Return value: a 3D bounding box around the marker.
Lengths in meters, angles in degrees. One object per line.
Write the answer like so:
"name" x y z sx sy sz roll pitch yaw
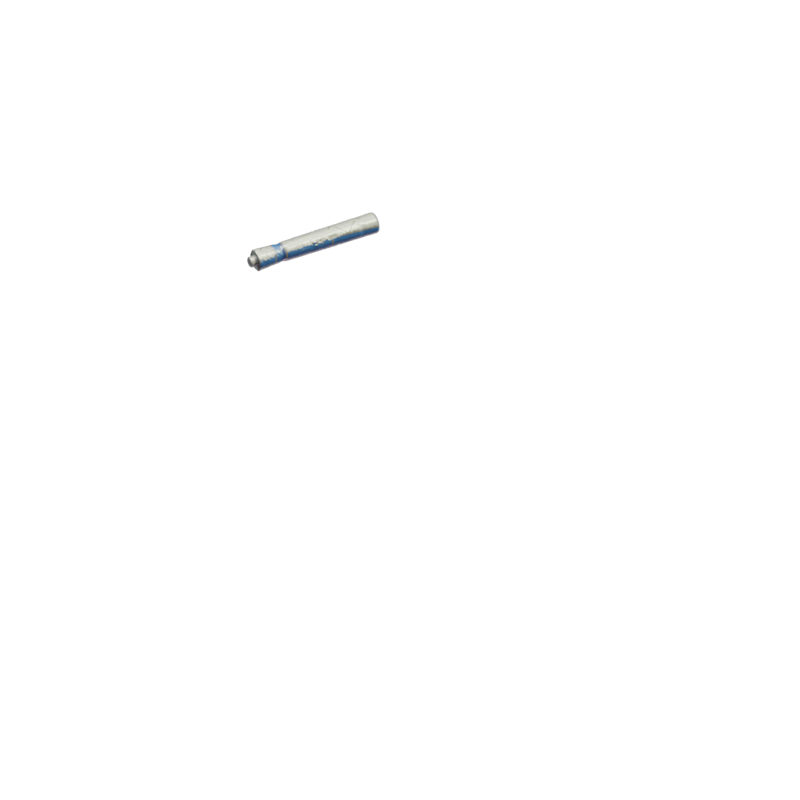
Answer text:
"marker" -0.073 -0.134 0.939 0.120 0.019 0.020 -21 13 -23
